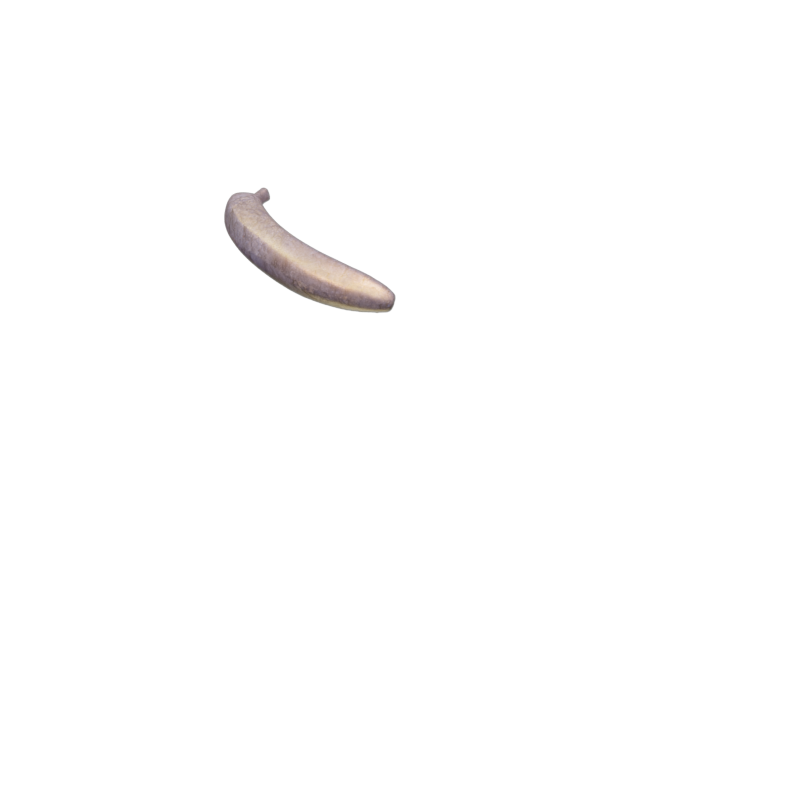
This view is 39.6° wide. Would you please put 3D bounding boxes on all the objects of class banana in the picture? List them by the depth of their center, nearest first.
[{"bbox_3d":[-0.085,-0.119,0.862,0.069,0.034,0.213,-22,44,-25],"label":"banana"}]
